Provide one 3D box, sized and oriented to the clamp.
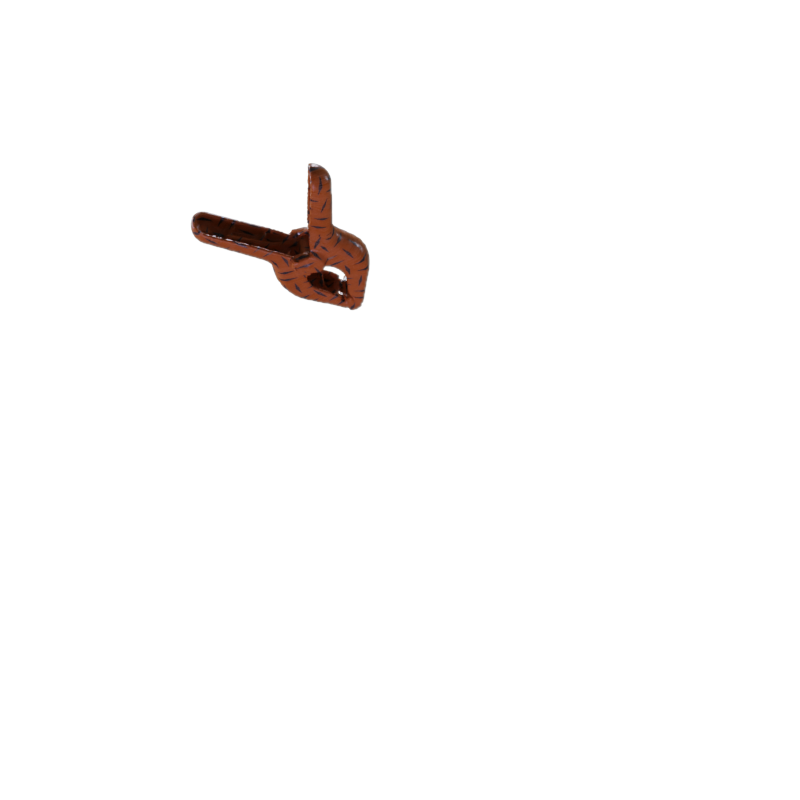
[{"bbox_3d":[-0.070,-0.127,0.888,0.121,0.042,0.160,-19,-31,34],"label":"clamp"}]
